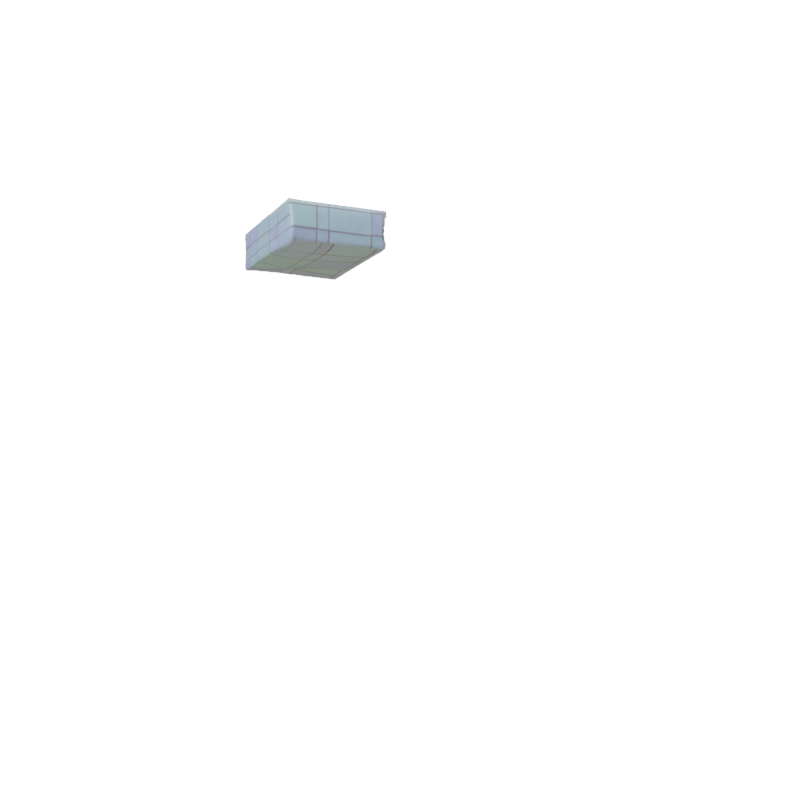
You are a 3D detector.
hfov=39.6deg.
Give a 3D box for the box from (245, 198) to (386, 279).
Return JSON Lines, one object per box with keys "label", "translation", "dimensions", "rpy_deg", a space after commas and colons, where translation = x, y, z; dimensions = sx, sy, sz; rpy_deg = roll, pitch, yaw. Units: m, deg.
{"label": "box", "translation": [-0.076, -0.138, 0.964], "dimensions": [0.087, 0.040, 0.114], "rpy_deg": [4, -9, -25]}
